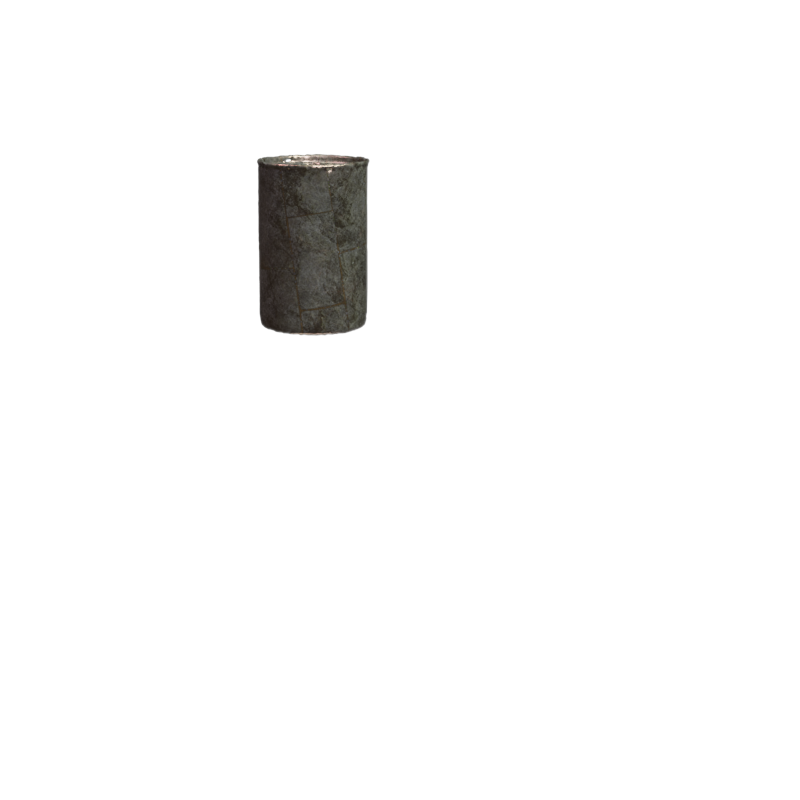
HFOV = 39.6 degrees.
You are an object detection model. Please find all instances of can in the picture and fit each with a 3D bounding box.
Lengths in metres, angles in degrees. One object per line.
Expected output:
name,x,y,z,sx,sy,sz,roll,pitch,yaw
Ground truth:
can,-0.053,-0.097,0.679,0.068,0.100,0.071,0,13,-2
